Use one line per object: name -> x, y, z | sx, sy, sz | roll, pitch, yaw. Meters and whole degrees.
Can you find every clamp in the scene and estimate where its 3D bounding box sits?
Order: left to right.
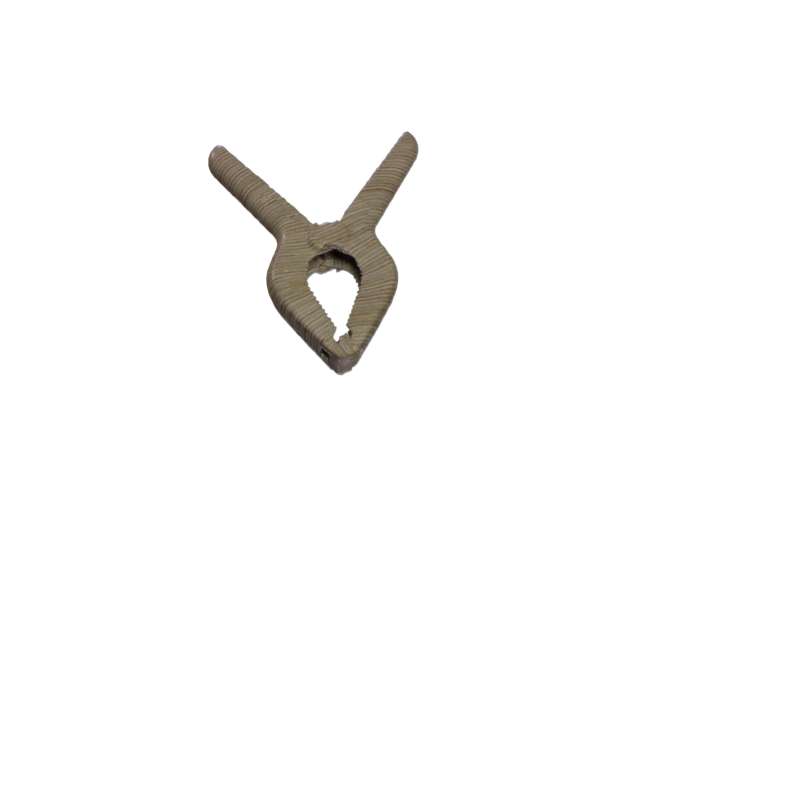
clamp -> -0.064, -0.117, 0.820 | 0.164, 0.224, 0.034 | -1, -33, -1
